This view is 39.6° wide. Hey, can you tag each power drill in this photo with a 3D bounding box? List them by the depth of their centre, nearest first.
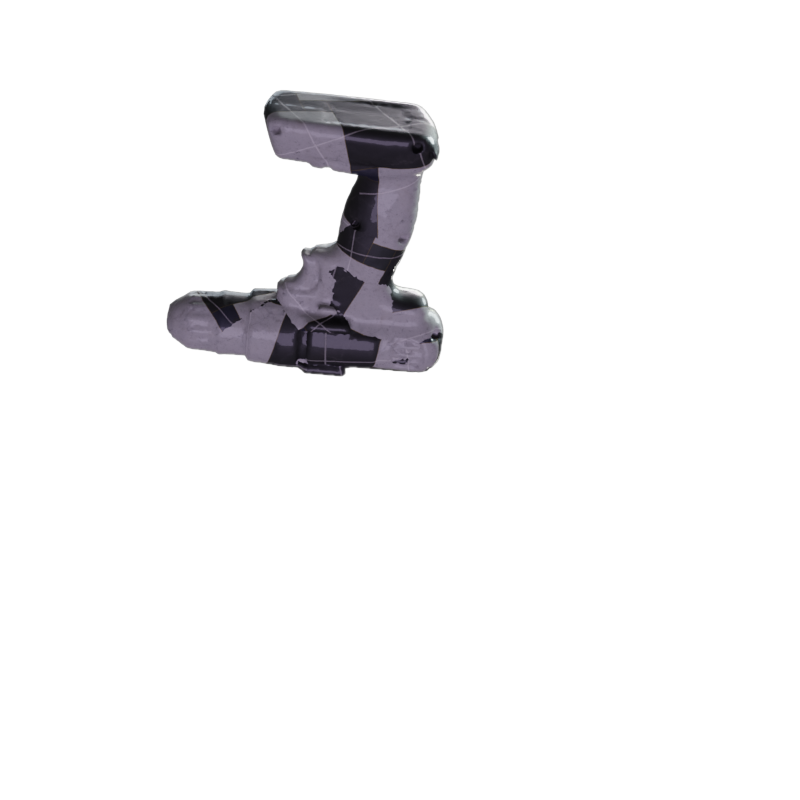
[{"bbox_3d":[-0.055,-0.101,0.708,0.183,0.177,0.061,5,34,-4],"label":"power drill"}]
